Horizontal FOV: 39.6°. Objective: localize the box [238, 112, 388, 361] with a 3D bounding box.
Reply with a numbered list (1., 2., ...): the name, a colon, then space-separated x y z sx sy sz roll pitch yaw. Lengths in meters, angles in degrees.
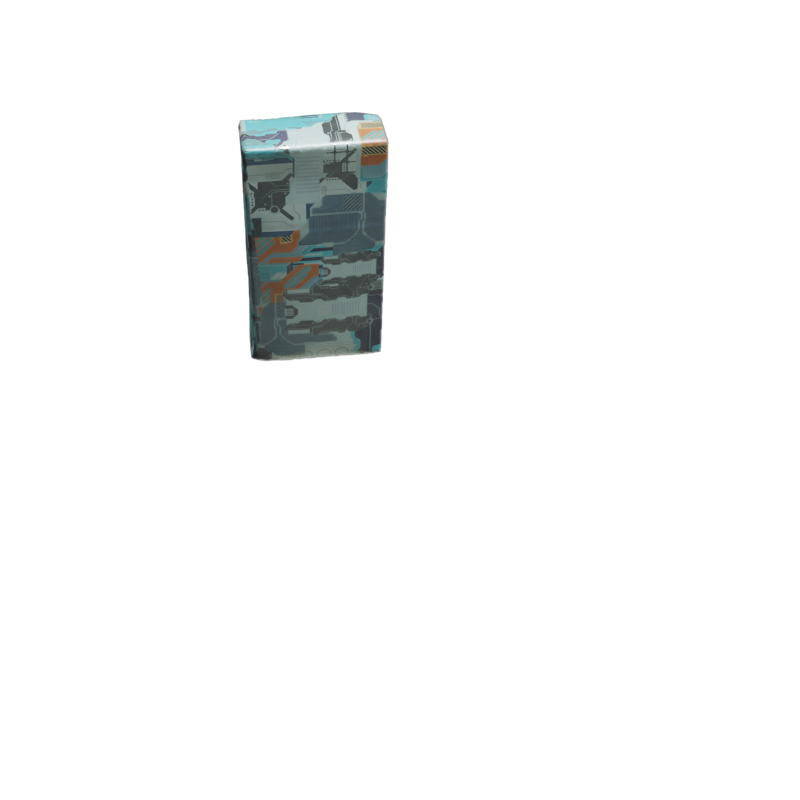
1. box: -0.058 -0.106 0.741 0.092 0.165 0.052 -3 38 -8
